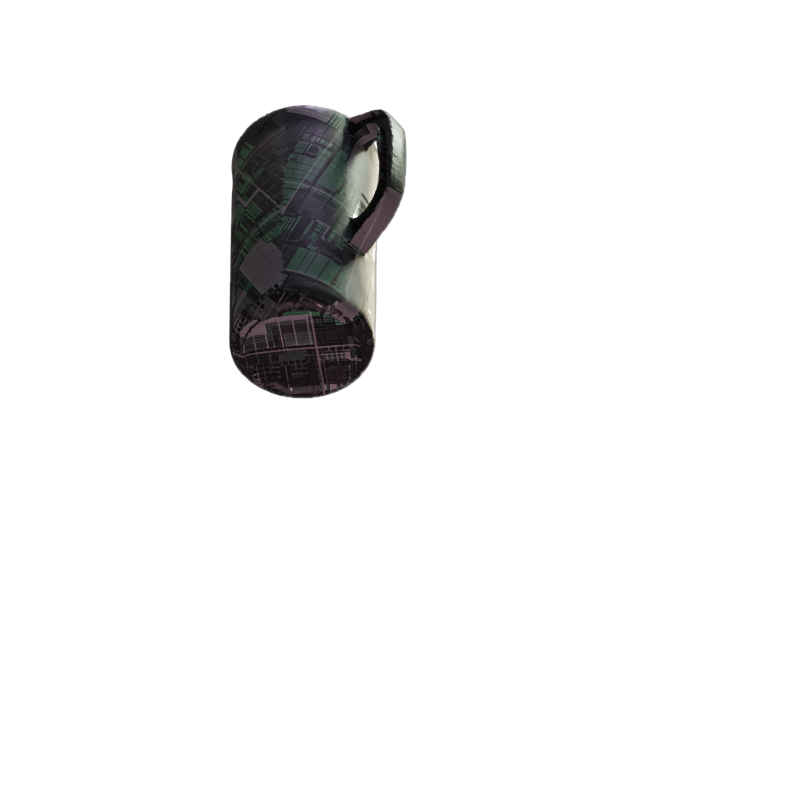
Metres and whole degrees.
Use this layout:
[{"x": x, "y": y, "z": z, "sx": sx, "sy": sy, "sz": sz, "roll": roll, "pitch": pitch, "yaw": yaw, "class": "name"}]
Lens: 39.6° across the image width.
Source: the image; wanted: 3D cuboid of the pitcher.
[{"x": -0.070, "y": -0.128, "z": 0.894, "sx": 0.144, "sy": 0.140, "sz": 0.261, "roll": 2, "pitch": 43, "yaw": -5, "class": "pitcher"}]
